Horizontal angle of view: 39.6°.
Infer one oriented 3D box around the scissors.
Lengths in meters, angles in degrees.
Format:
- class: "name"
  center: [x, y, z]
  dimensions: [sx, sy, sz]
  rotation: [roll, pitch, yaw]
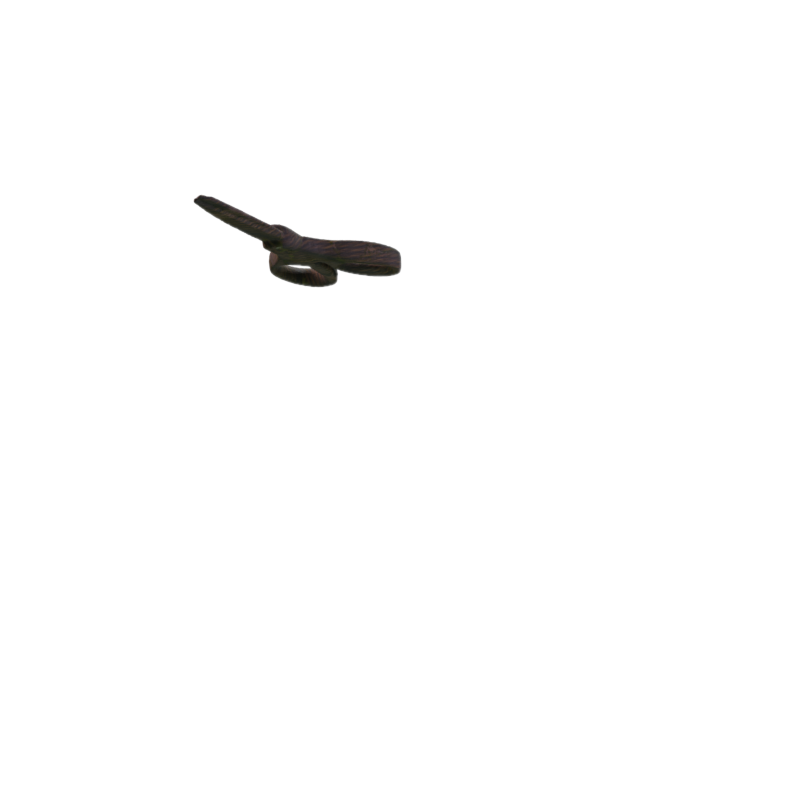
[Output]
- class: "scissors"
  center: [-0.052, -0.096, 0.669]
  dimensions: [0.097, 0.016, 0.195]
  rotation: [-1, -6, 6]
